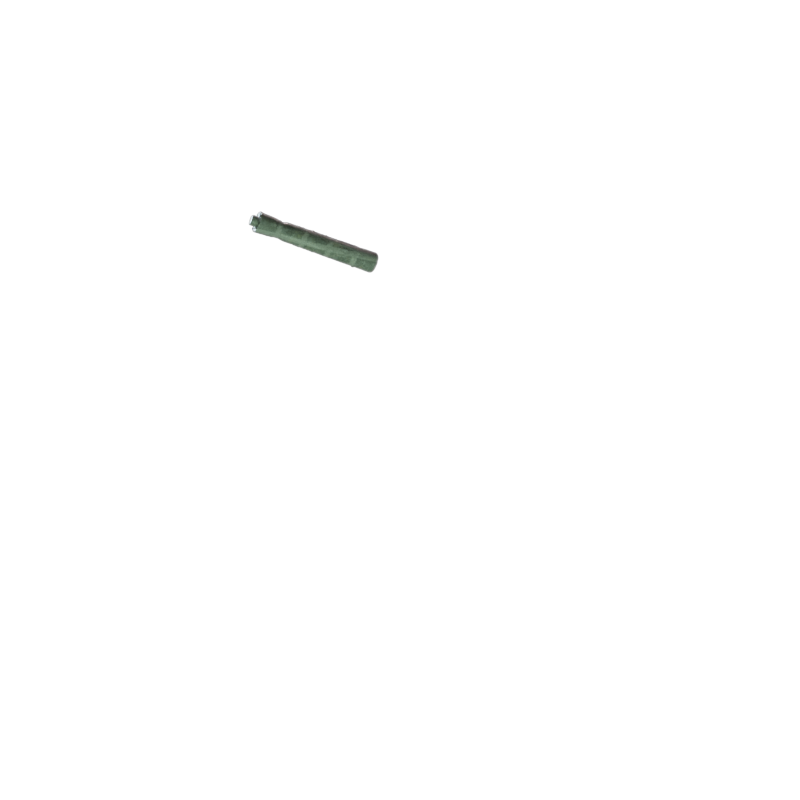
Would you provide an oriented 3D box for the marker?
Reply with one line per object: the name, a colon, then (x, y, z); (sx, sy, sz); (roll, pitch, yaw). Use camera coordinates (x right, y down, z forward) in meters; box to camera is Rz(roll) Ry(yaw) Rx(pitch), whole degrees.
marker: (-0.076, -0.139, 0.973); (0.116, 0.020, 0.020); (17, -3, -19)
